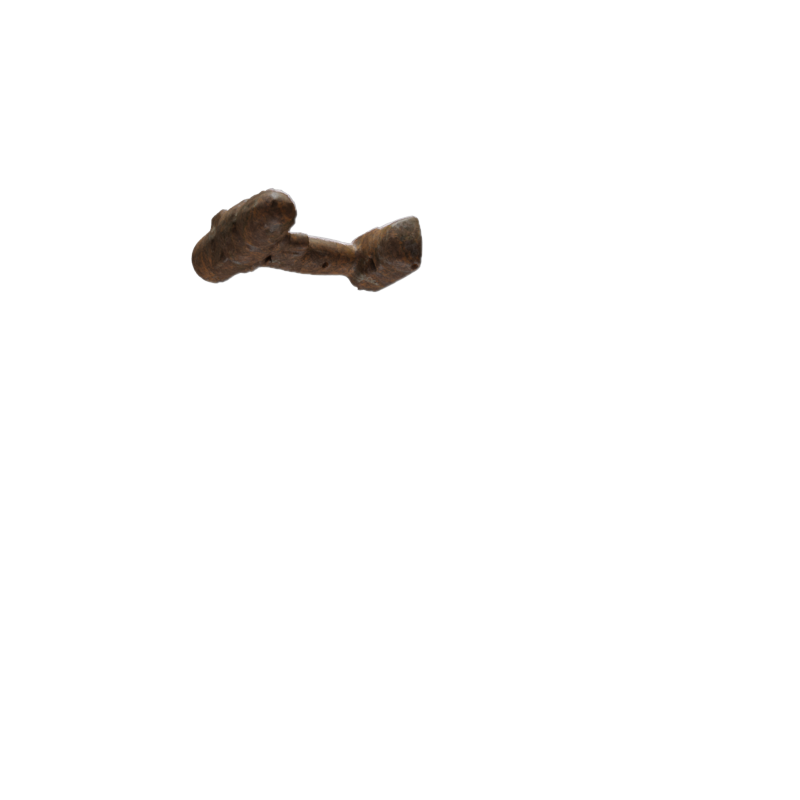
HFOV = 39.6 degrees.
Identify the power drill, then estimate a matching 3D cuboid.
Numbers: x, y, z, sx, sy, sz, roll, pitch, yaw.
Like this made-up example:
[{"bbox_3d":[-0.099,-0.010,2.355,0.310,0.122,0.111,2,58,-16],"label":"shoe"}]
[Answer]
[{"bbox_3d":[-0.078,-0.143,0.998,0.181,0.059,0.186,4,-9,-26],"label":"power drill"}]
